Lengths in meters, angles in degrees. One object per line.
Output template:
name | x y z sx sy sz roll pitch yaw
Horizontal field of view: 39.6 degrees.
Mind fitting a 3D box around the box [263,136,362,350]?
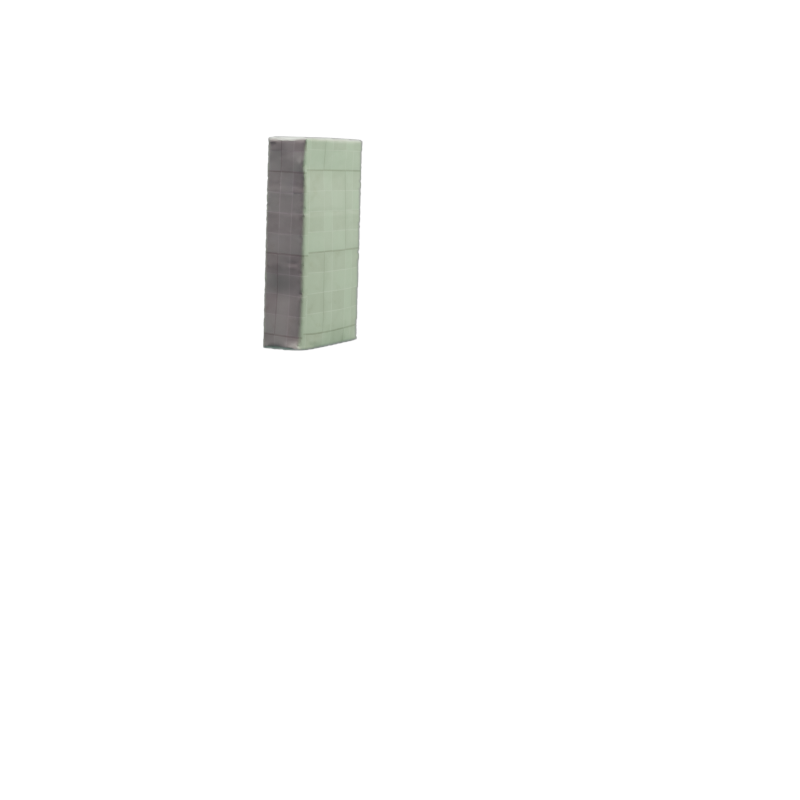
box | -0.074 -0.134 0.939 0.050 0.175 0.091 2 5 30
